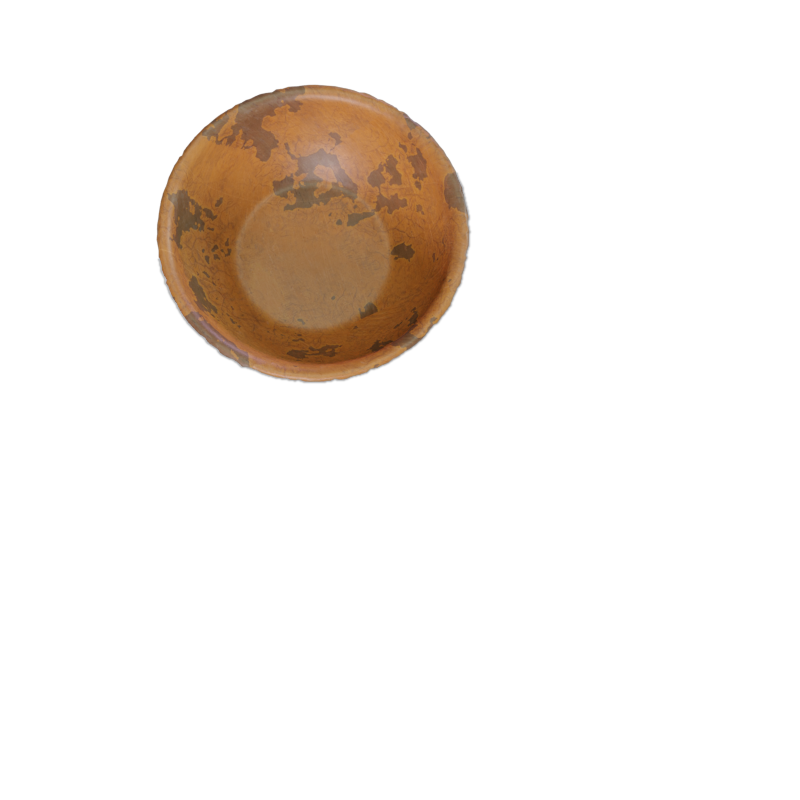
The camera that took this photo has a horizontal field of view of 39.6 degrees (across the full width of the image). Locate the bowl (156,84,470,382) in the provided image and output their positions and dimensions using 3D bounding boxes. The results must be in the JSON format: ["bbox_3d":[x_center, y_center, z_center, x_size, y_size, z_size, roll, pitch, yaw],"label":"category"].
[{"bbox_3d":[-0.047,-0.085,0.595,0.162,0.169,0.053,-1,-16,-1],"label":"bowl"}]
